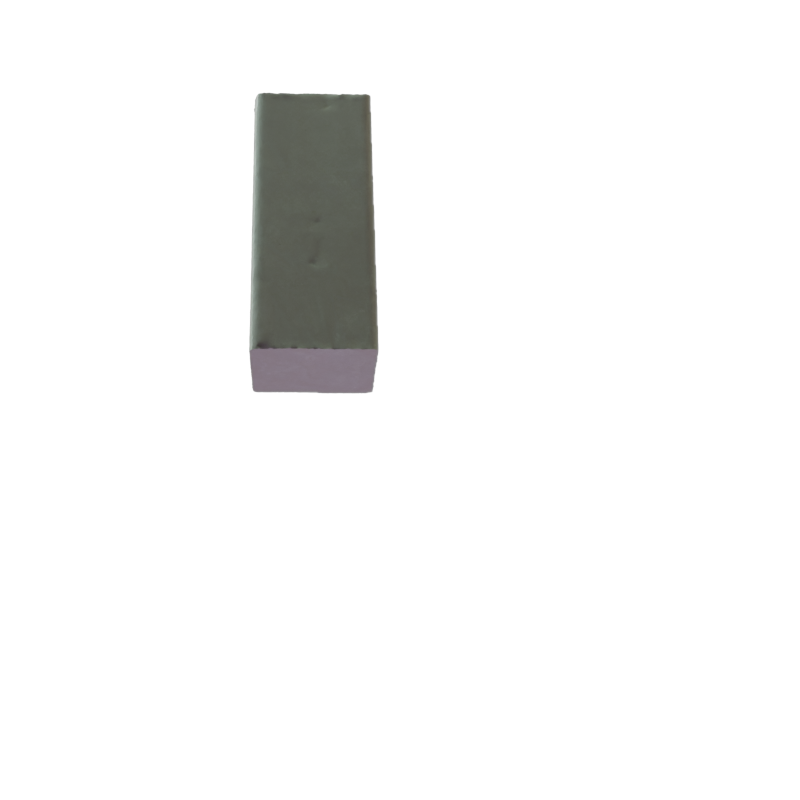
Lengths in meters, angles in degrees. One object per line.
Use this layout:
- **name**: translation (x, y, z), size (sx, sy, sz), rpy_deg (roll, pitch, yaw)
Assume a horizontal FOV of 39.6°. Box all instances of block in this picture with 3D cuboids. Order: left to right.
- **block**: translation (-0.065, -0.118, 0.825), size (0.090, 0.218, 0.086), rpy_deg (0, -25, -3)
